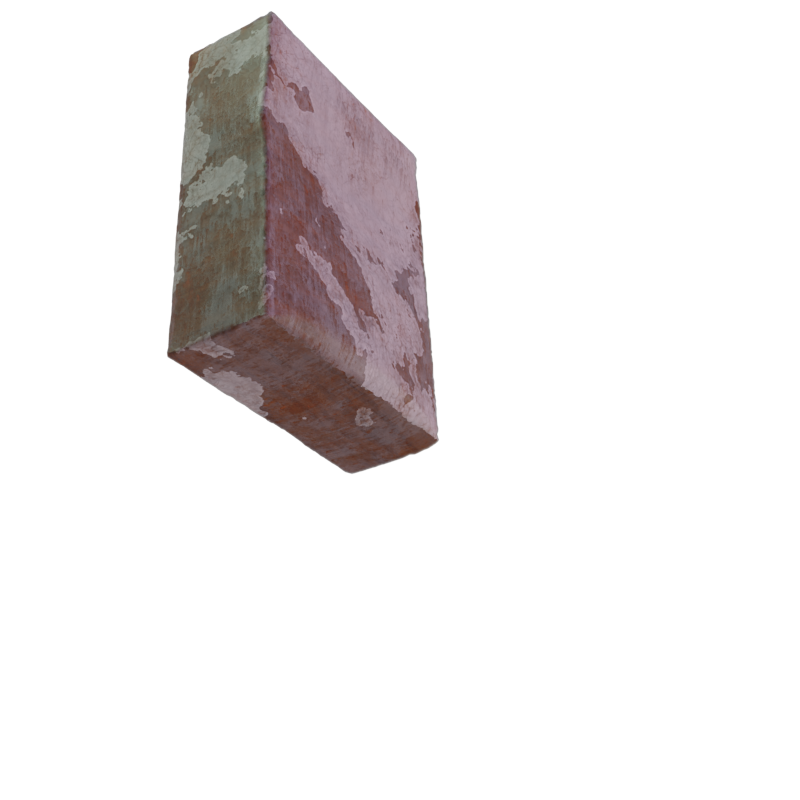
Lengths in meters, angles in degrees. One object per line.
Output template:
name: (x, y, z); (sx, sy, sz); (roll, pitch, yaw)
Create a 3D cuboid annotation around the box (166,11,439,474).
box: (-0.050, -0.090, 0.633); (0.072, 0.229, 0.152); (-23, -39, 27)
